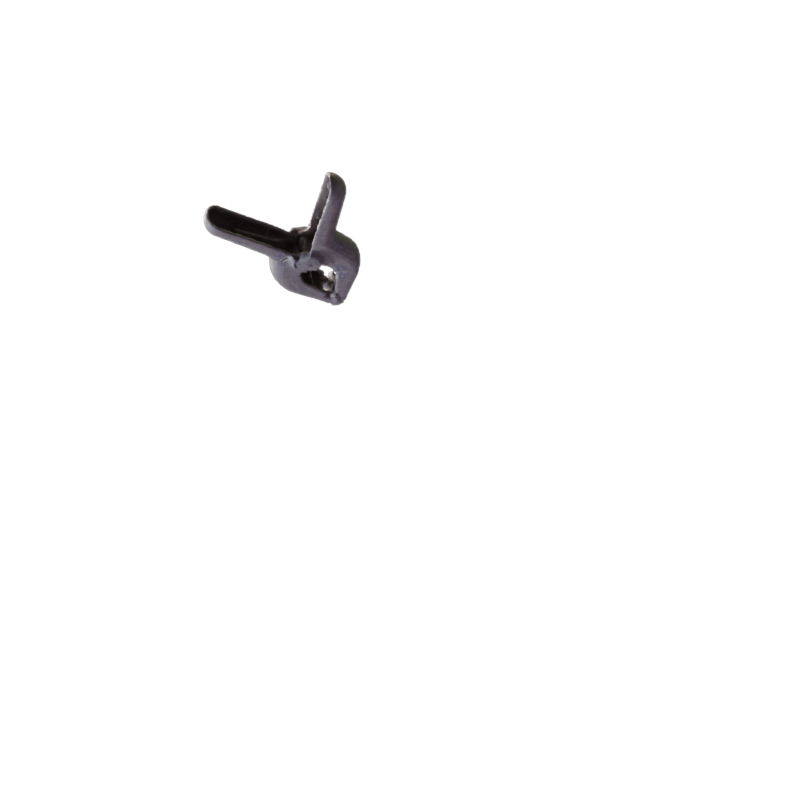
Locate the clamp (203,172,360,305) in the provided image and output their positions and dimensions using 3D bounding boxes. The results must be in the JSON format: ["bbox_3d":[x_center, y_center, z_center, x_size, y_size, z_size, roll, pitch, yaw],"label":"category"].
[{"bbox_3d":[-0.074,-0.134,0.940,0.122,0.041,0.159,-12,-25,25],"label":"clamp"}]
